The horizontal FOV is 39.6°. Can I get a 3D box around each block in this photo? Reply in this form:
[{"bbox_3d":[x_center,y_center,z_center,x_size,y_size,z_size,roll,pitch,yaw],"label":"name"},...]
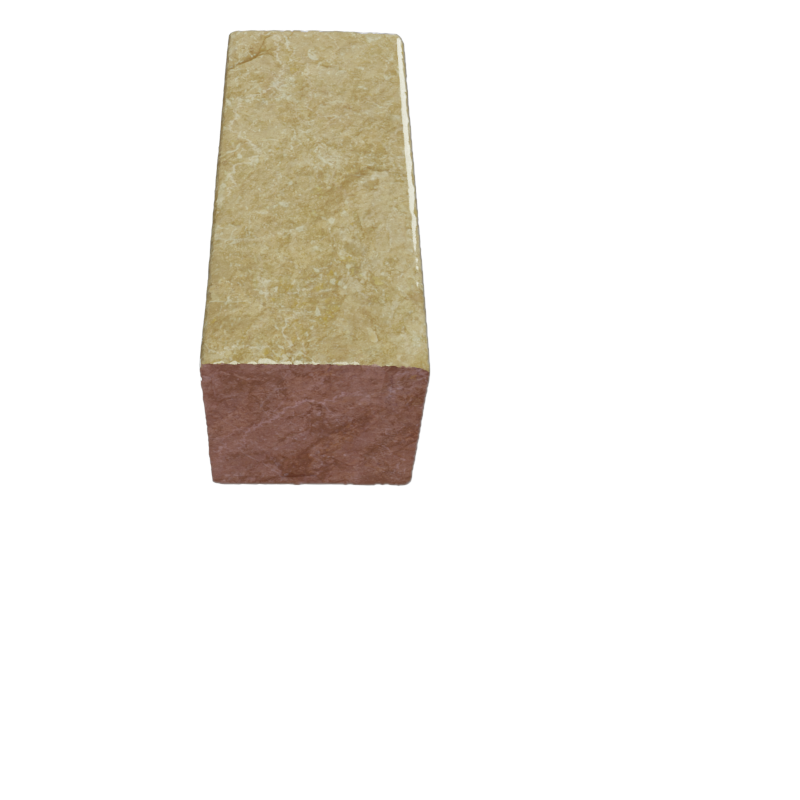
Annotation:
[{"bbox_3d":[-0.040,-0.074,0.520,0.090,0.221,0.085,0,-39,-4],"label":"block"}]
